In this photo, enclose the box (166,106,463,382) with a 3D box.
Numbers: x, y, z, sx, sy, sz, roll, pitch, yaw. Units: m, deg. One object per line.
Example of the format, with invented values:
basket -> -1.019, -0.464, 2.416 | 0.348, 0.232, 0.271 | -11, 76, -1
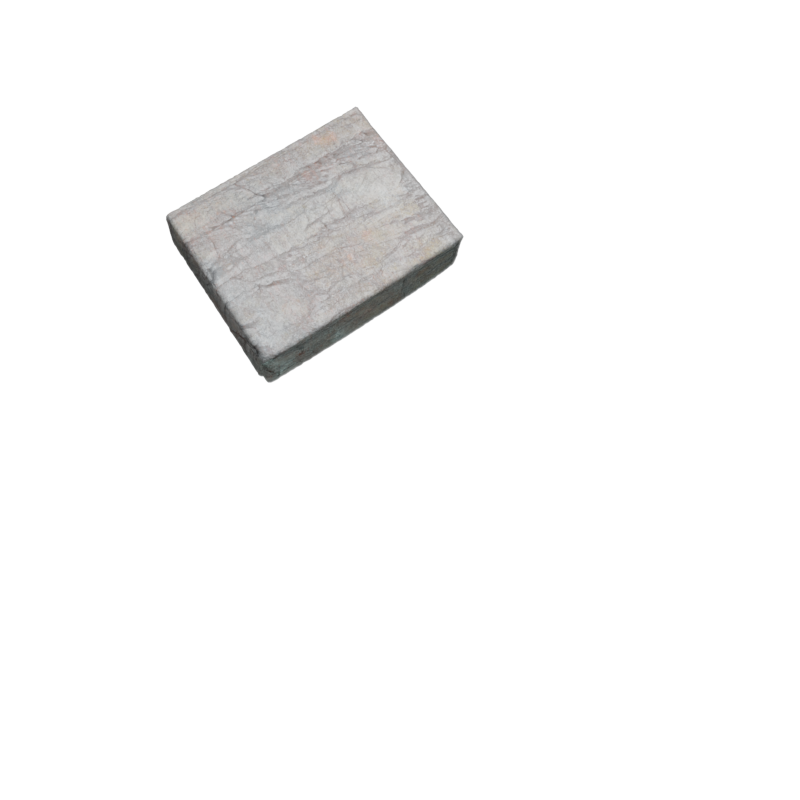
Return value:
box -> -0.042, -0.076, 0.532 | 0.114, 0.095, 0.037 | -32, -21, -14
